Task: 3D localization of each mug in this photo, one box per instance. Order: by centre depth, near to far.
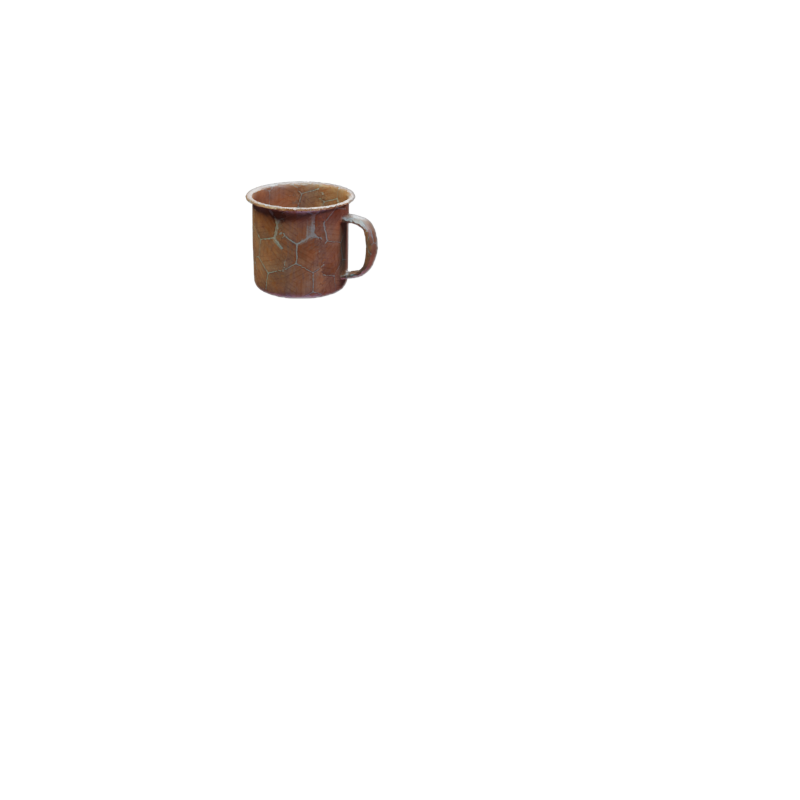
[{"bbox_3d":[-0.074,-0.135,0.944,0.121,0.078,0.094,9,23,21],"label":"mug"}]
